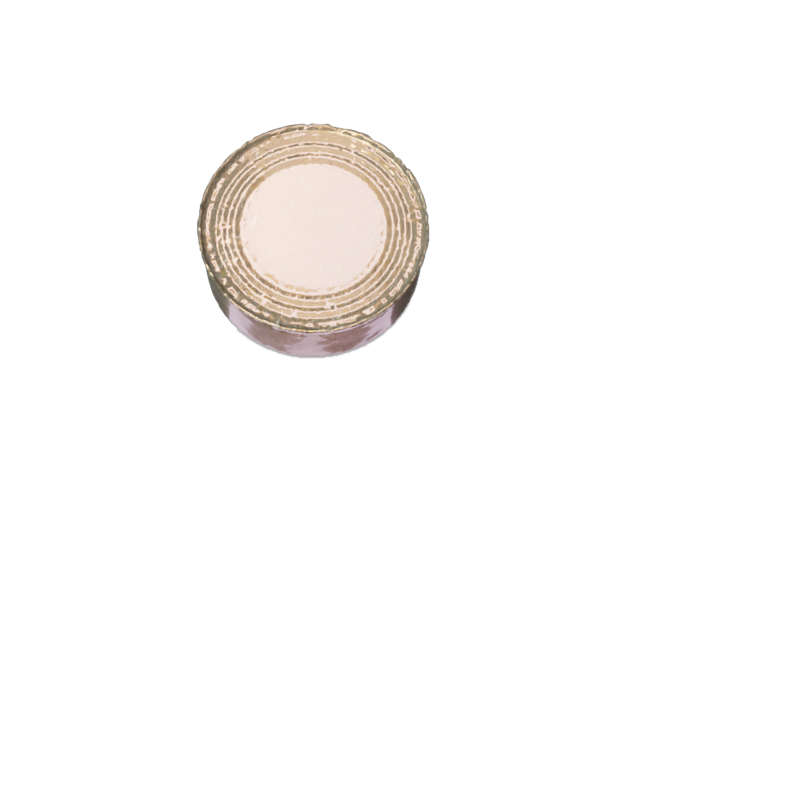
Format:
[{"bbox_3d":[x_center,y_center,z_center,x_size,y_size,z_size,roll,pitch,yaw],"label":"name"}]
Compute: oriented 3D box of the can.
[{"bbox_3d":[-0.033,-0.060,0.423,0.086,0.091,0.032,-1,-23,-1],"label":"can"}]
